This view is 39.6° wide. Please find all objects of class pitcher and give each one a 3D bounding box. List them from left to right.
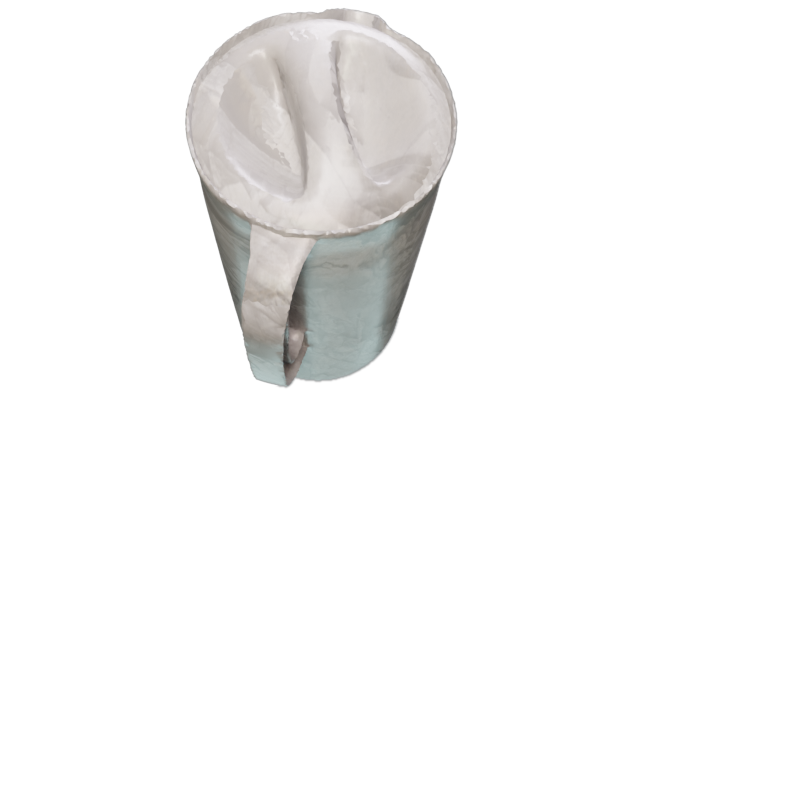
[{"bbox_3d":[-0.050,-0.091,0.639,0.149,0.153,0.230,-29,-18,-14],"label":"pitcher"}]
